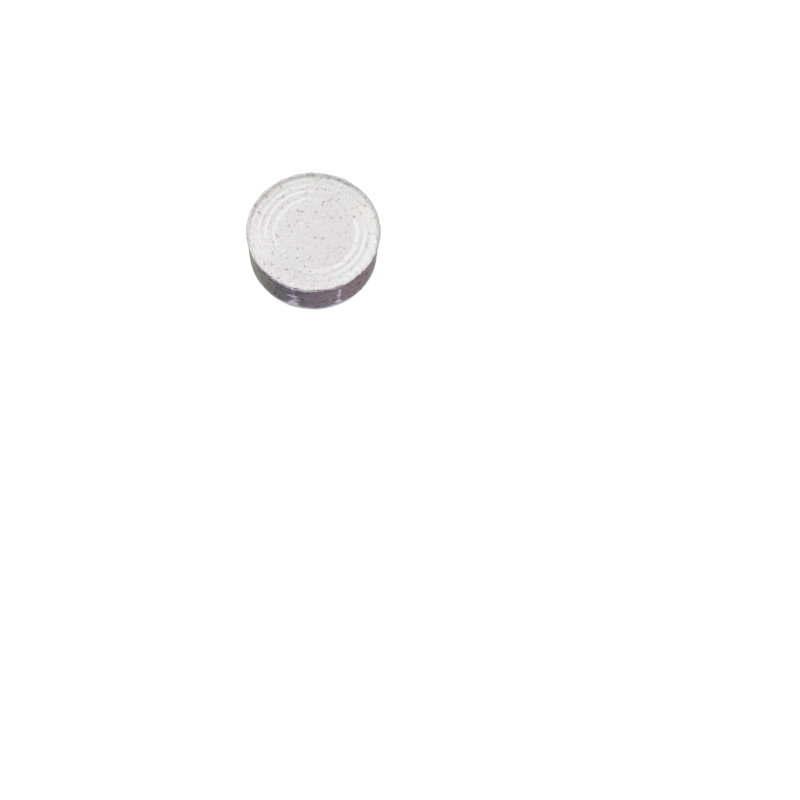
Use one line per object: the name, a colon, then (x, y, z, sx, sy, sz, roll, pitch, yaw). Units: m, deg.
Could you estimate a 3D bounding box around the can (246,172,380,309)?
can: (-0.056, -0.103, 0.721, 0.086, 0.091, 0.032, -1, -26, -1)
